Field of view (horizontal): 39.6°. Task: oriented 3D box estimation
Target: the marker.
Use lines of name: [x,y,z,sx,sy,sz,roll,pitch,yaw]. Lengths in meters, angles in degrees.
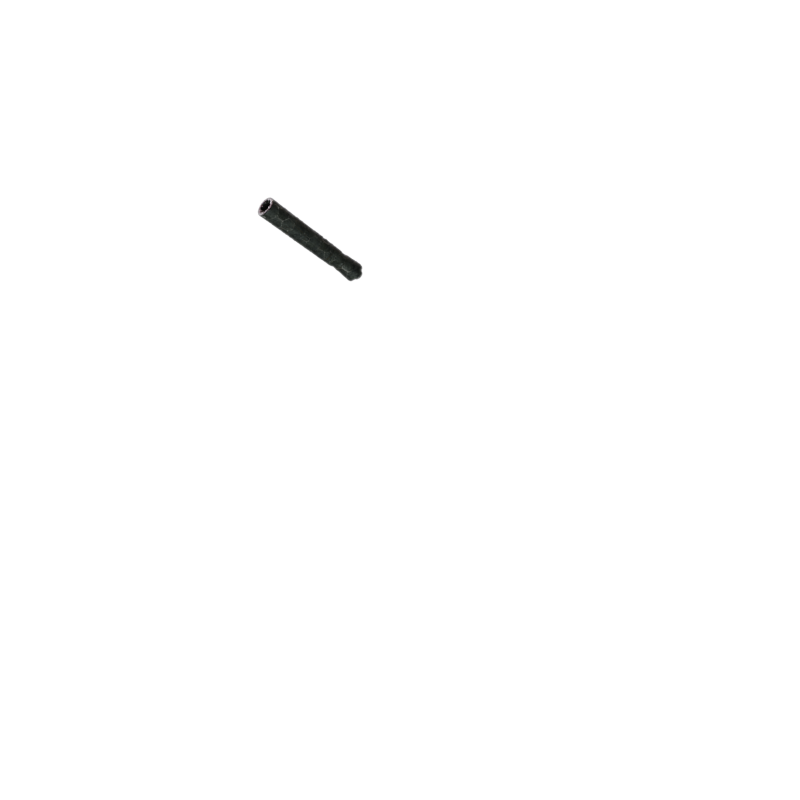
marker: [-0.078,-0.142,0.994,0.113,0.020,0.020,34,-17,-32]
